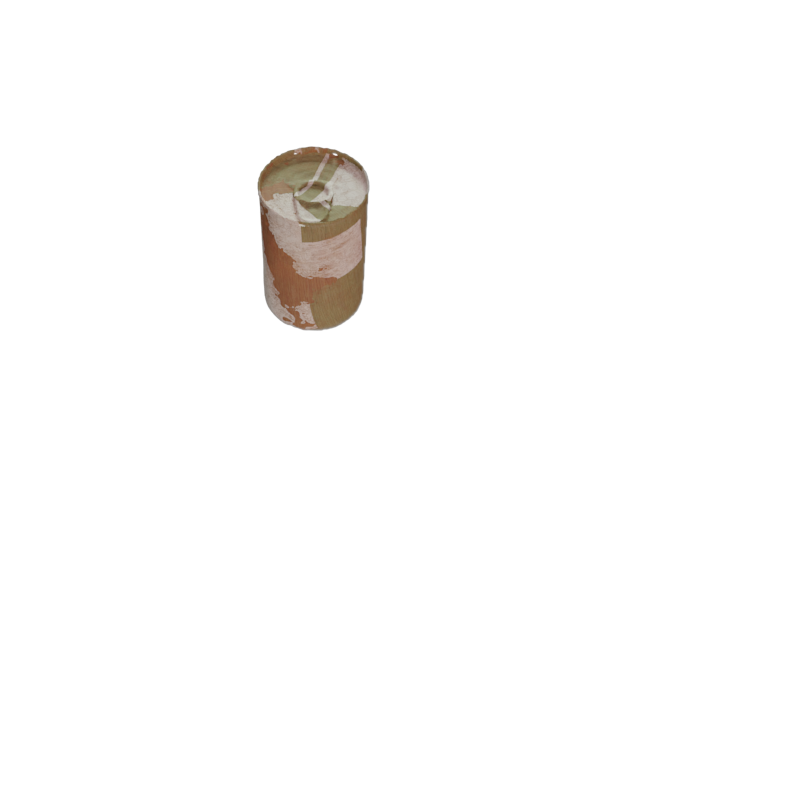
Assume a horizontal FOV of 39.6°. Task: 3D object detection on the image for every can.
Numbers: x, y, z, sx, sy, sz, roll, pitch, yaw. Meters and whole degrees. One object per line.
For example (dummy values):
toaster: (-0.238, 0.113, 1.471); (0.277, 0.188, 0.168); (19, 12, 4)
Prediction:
can: (-0.055, -0.101, 0.706); (0.068, 0.074, 0.095); (0, -40, -3)
